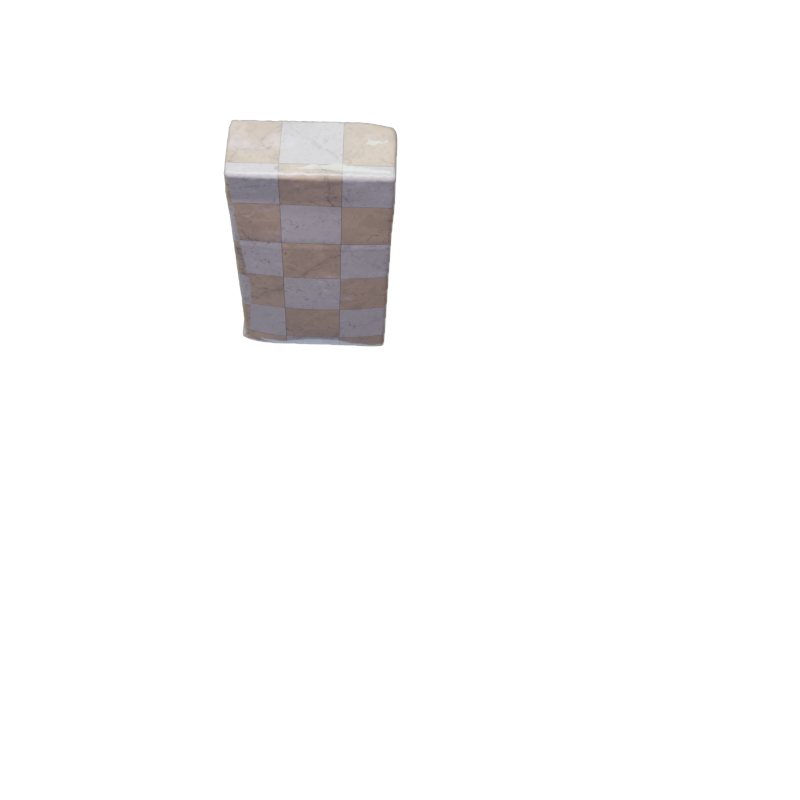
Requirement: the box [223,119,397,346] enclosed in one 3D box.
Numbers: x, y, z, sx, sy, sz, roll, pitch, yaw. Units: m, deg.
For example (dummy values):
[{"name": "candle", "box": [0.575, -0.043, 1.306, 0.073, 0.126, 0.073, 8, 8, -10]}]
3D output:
[{"name": "box", "box": [-0.051, -0.094, 0.659, 0.093, 0.051, 0.165, 3, -32, -1]}]
